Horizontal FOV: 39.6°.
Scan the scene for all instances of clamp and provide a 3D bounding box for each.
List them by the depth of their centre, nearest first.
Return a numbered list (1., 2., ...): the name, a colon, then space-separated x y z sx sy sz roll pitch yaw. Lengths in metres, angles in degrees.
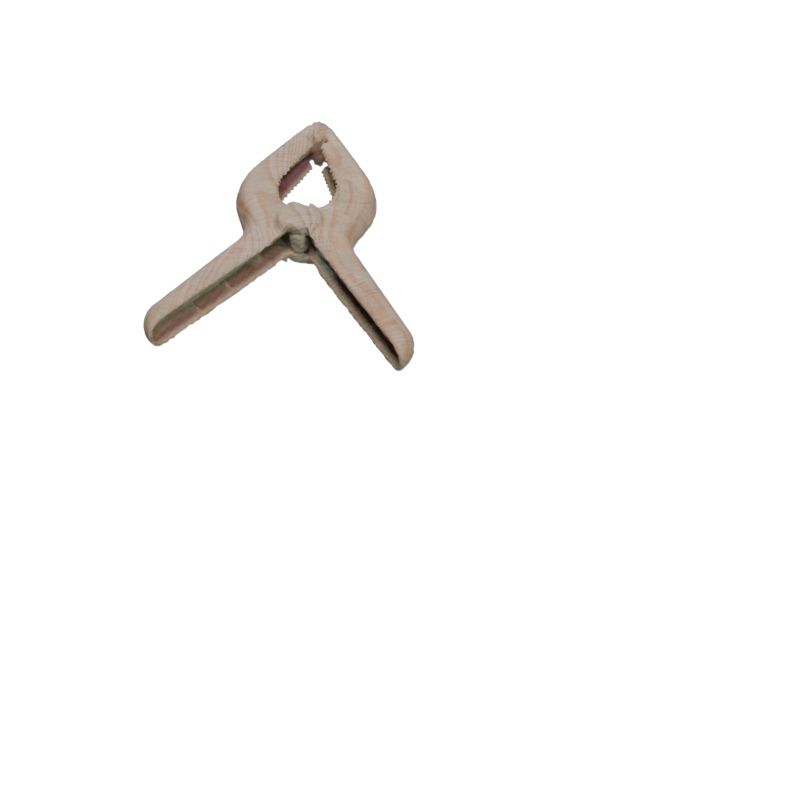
1. clamp: -0.057 -0.104 0.727 0.167 0.222 0.034 10 -40 8
